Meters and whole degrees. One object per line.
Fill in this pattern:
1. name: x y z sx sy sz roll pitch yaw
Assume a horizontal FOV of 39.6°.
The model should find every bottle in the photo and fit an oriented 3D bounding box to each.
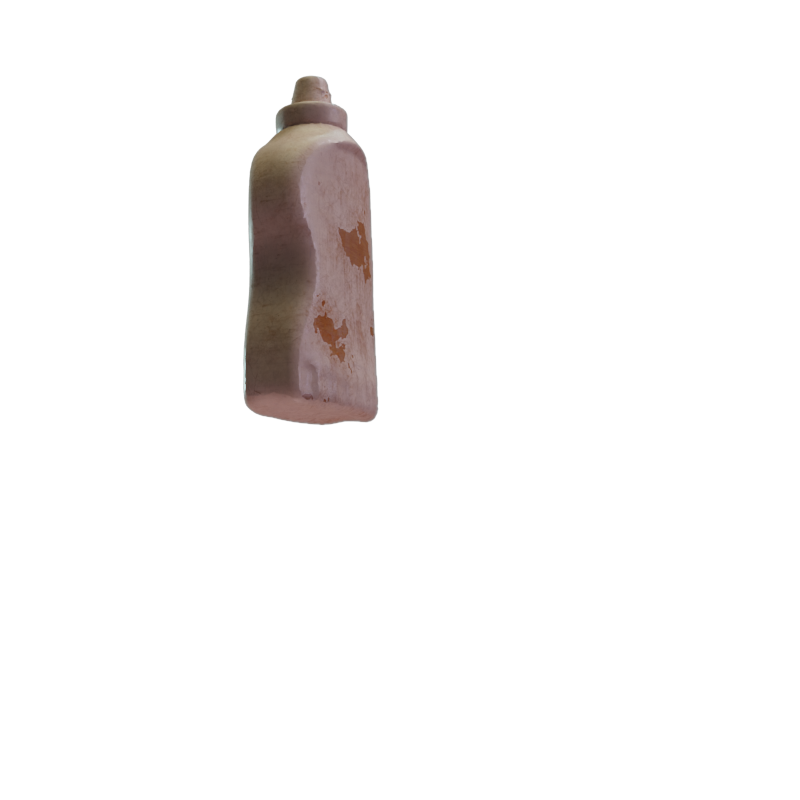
1. bottle: -0.048 -0.087 0.608 0.060 0.199 0.090 -9 -16 27
